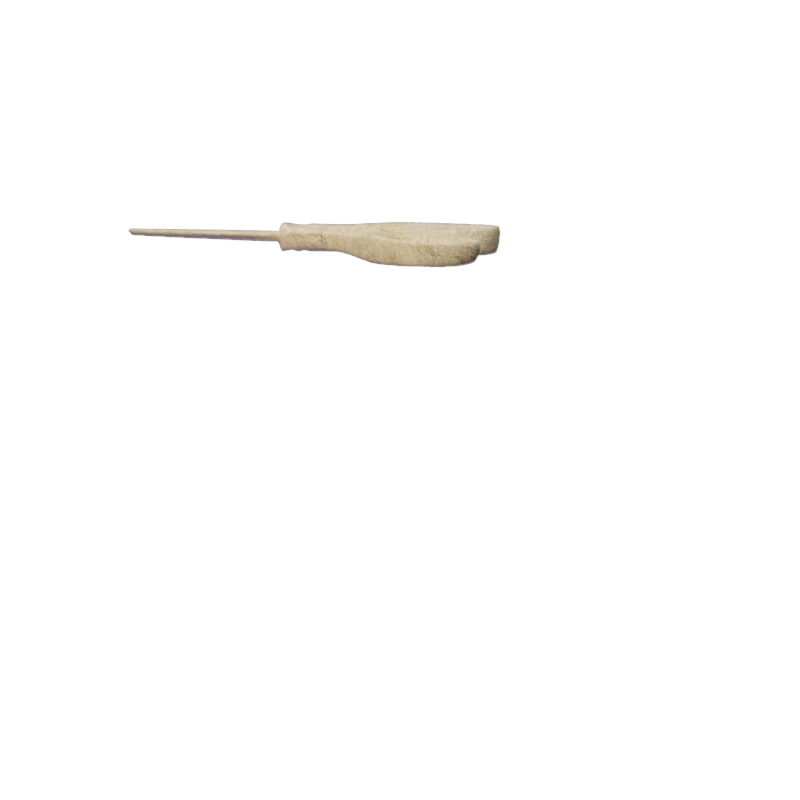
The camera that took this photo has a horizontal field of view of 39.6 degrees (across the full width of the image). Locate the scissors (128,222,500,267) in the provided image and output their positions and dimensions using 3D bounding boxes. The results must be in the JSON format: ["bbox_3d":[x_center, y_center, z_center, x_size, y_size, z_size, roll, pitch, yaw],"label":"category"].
[{"bbox_3d":[-0.045,-0.083,0.579,0.201,0.015,0.099,-1,15,-3],"label":"scissors"}]
